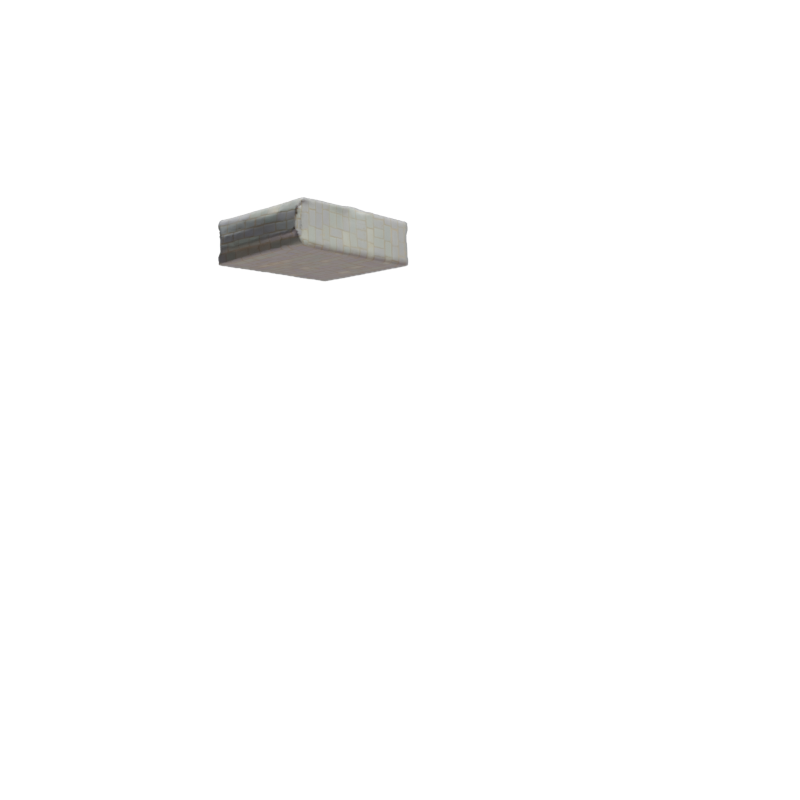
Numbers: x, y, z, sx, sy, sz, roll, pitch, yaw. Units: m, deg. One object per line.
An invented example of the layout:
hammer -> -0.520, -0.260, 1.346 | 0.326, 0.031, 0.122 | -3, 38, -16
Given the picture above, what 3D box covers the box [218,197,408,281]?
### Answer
box -> -0.051, -0.093, 0.653 | 0.085, 0.031, 0.075 | 6, -8, -44
